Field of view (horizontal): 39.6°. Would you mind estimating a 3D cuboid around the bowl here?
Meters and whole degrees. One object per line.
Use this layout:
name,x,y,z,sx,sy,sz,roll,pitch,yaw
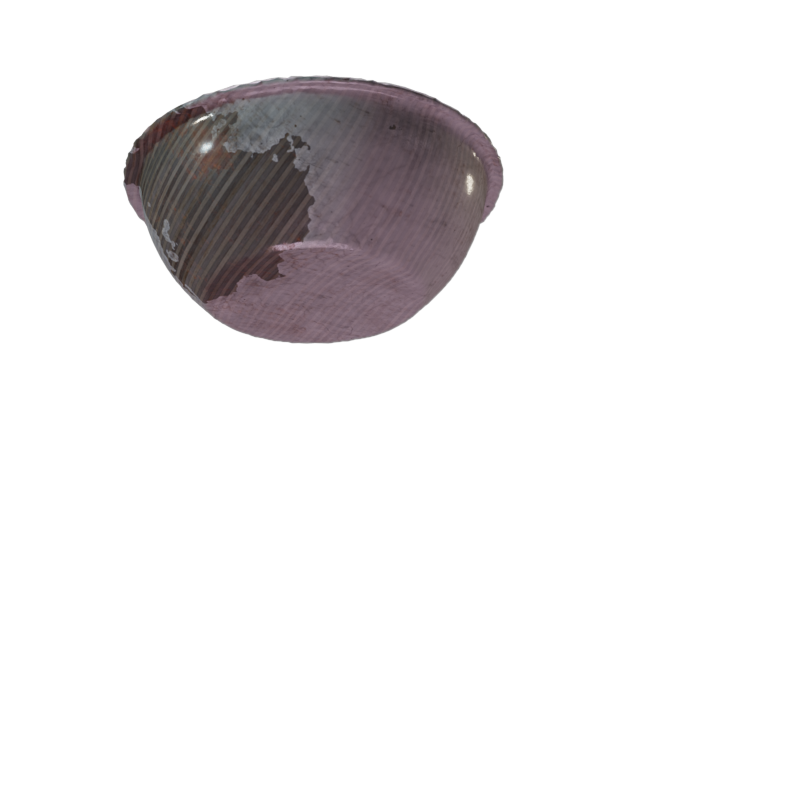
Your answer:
bowl,-0.036,-0.066,0.464,0.162,0.058,0.153,1,-23,-2
